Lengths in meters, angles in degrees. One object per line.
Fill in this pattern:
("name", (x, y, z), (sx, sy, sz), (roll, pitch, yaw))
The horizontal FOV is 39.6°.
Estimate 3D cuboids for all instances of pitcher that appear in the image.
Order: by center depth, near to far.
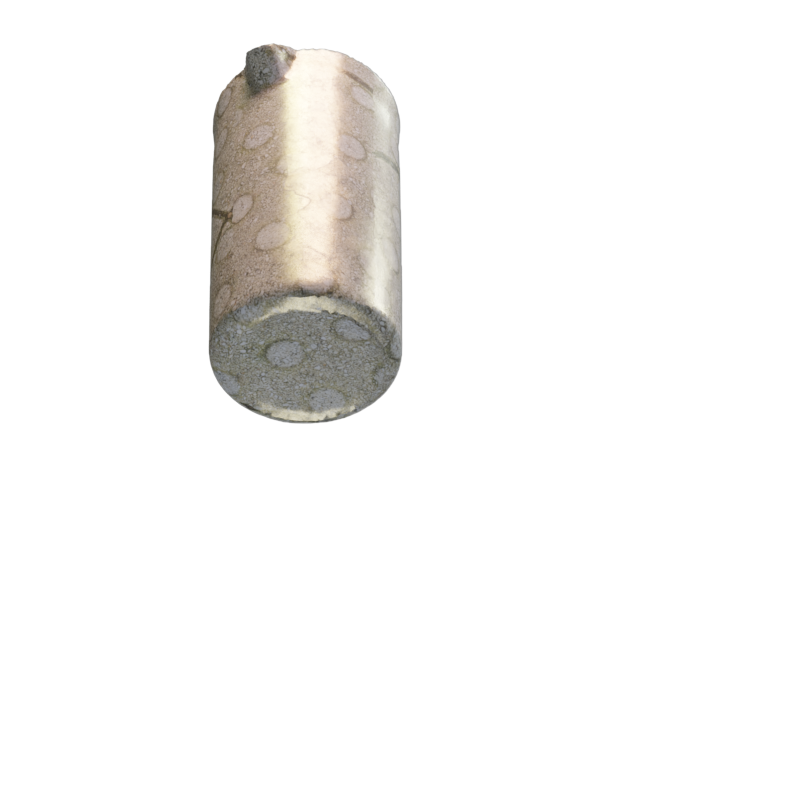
("pitcher", (-0.055, -0.101, 0.708), (0.144, 0.261, 0.140), (18, -49, -19))
